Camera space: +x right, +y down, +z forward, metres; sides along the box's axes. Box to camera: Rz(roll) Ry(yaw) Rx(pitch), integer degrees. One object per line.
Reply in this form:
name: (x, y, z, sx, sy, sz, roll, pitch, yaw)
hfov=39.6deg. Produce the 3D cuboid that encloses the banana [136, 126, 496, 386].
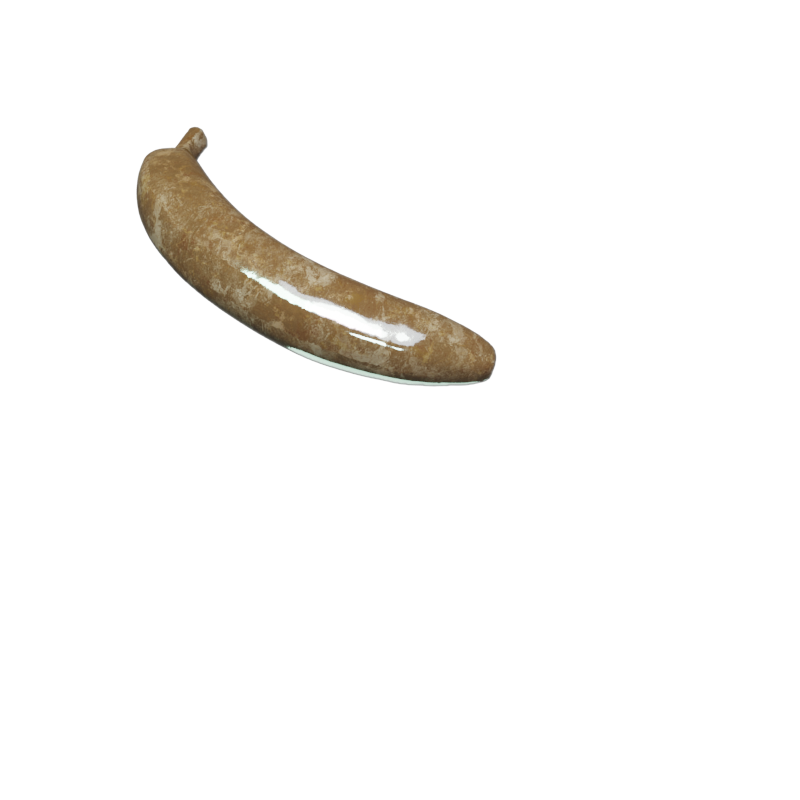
banana: (-0.053, -0.059, 0.462, 0.070, 0.034, 0.211, -34, 58, -26)
